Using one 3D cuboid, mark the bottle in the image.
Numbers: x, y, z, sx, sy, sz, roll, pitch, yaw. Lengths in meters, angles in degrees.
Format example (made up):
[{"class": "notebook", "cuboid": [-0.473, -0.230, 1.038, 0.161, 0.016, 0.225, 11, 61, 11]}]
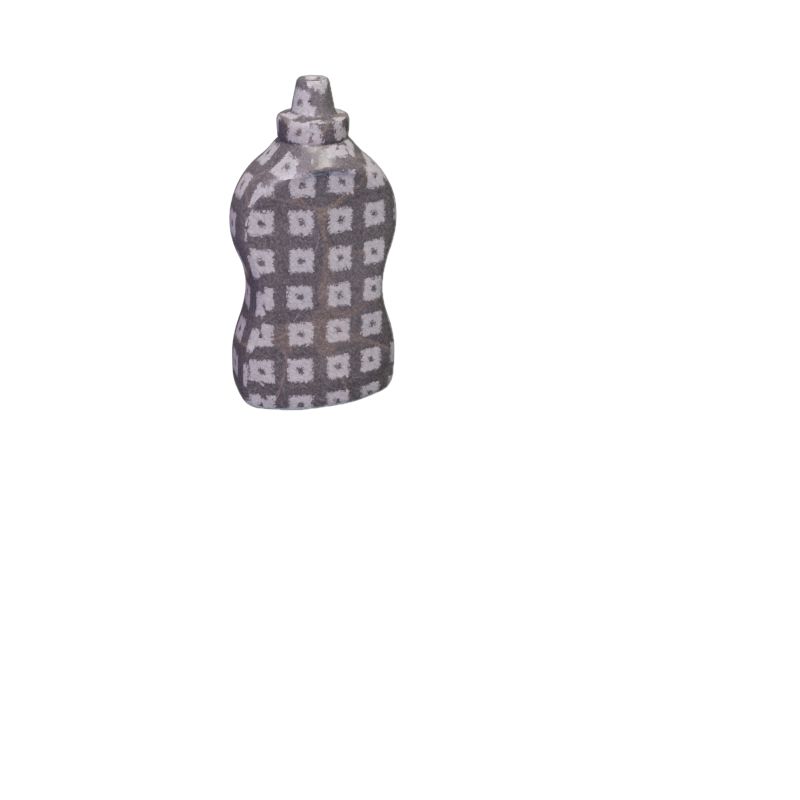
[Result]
[{"class": "bottle", "cuboid": [-0.050, -0.092, 0.642, 0.094, 0.183, 0.062, -5, 23, -16]}]
